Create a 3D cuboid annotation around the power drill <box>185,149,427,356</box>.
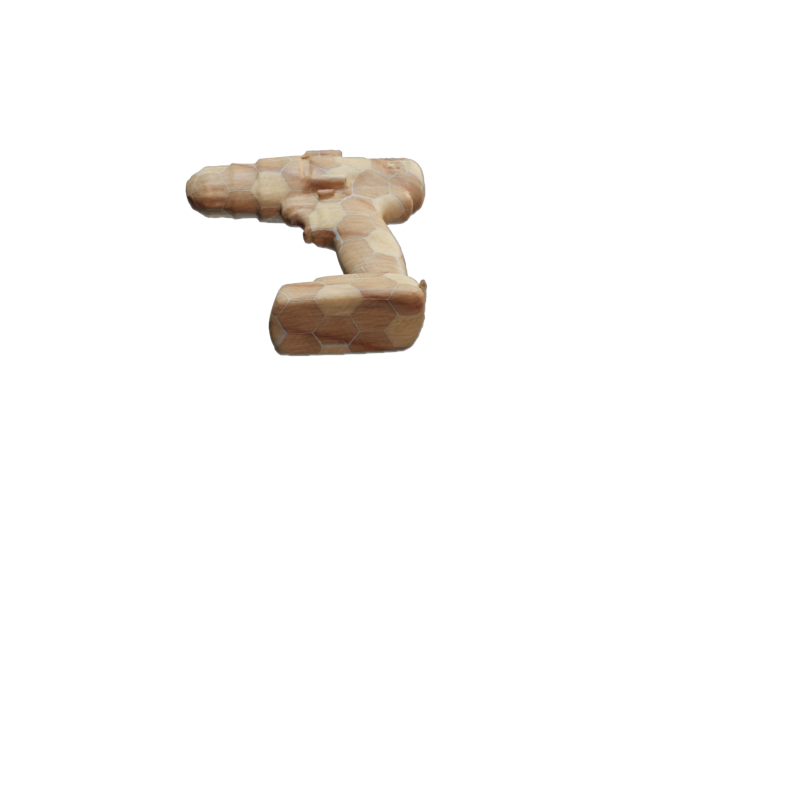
[{"bbox_3d":[-0.063,-0.115,0.803,0.183,0.053,0.202,-4,44,-5],"label":"power drill"}]
